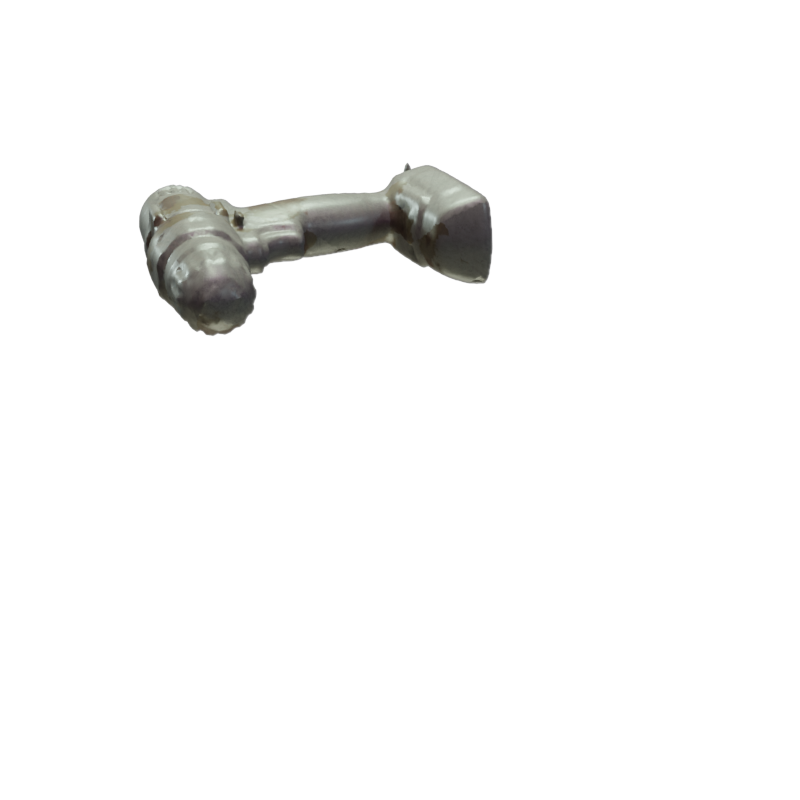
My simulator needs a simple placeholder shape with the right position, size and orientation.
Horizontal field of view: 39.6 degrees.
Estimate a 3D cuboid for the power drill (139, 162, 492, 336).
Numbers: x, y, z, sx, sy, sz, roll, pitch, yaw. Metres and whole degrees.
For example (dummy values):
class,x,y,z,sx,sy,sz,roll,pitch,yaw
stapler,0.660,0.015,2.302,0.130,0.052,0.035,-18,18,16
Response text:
class,x,y,z,sx,sy,sz,roll,pitch,yaw
power drill,-0.049,-0.088,0.620,0.185,0.055,0.196,-7,24,-15
